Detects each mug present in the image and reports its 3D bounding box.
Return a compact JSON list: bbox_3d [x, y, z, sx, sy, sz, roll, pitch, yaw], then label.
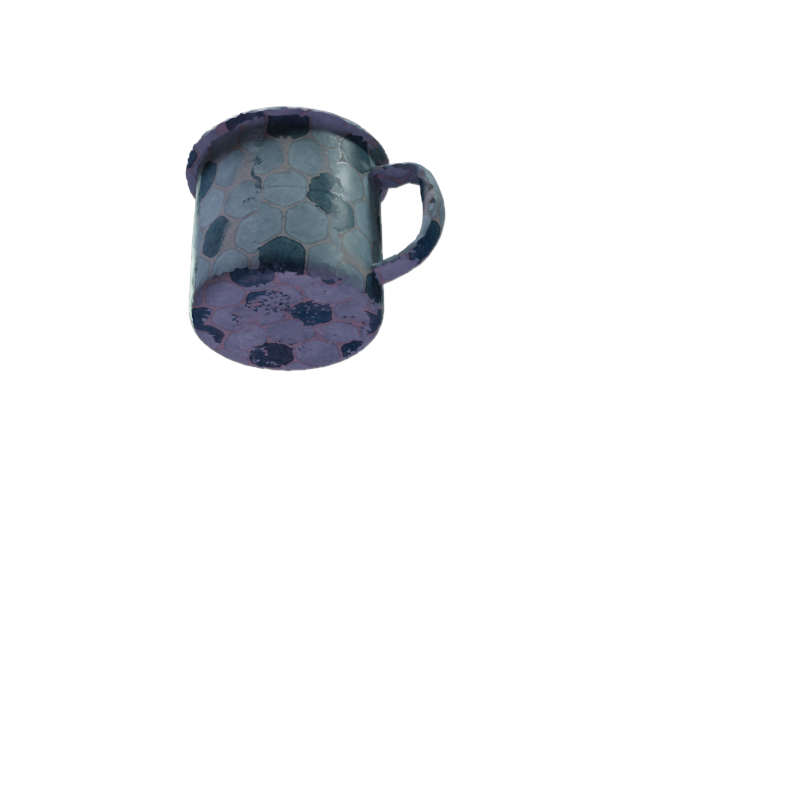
[{"bbox_3d":[-0.037,-0.068,0.475,0.118,0.087,0.086,-11,-33,15],"label":"mug"}]
